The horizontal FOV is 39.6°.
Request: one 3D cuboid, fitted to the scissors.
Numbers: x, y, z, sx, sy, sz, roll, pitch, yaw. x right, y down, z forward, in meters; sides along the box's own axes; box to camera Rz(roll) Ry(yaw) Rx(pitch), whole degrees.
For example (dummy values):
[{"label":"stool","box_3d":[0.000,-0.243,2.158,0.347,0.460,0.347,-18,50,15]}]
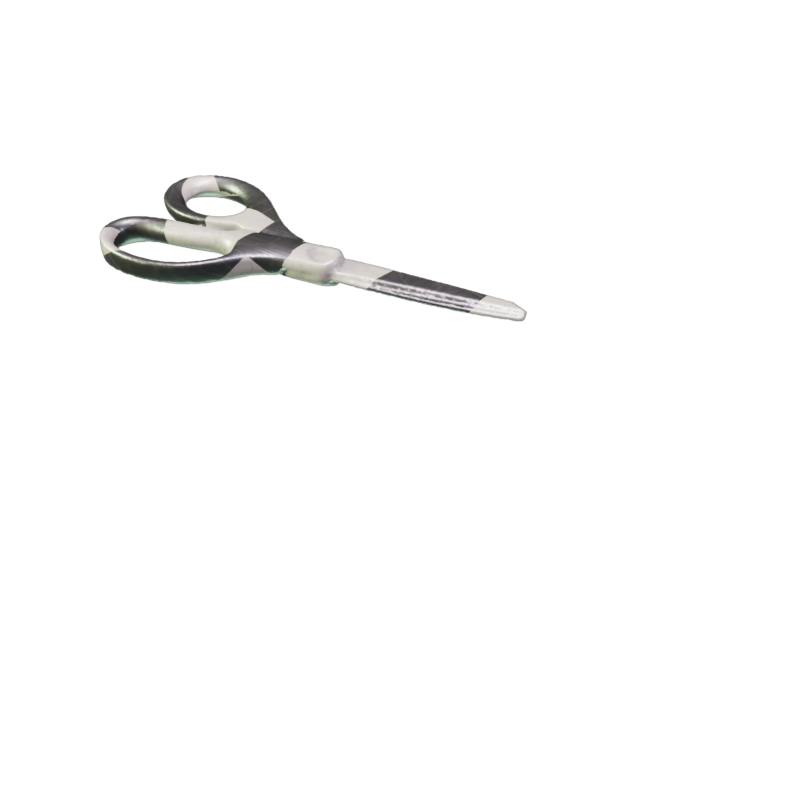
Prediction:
[{"label":"scissors","box_3d":[-0.042,-0.076,0.533,0.204,0.015,0.102,5,38,7]}]
